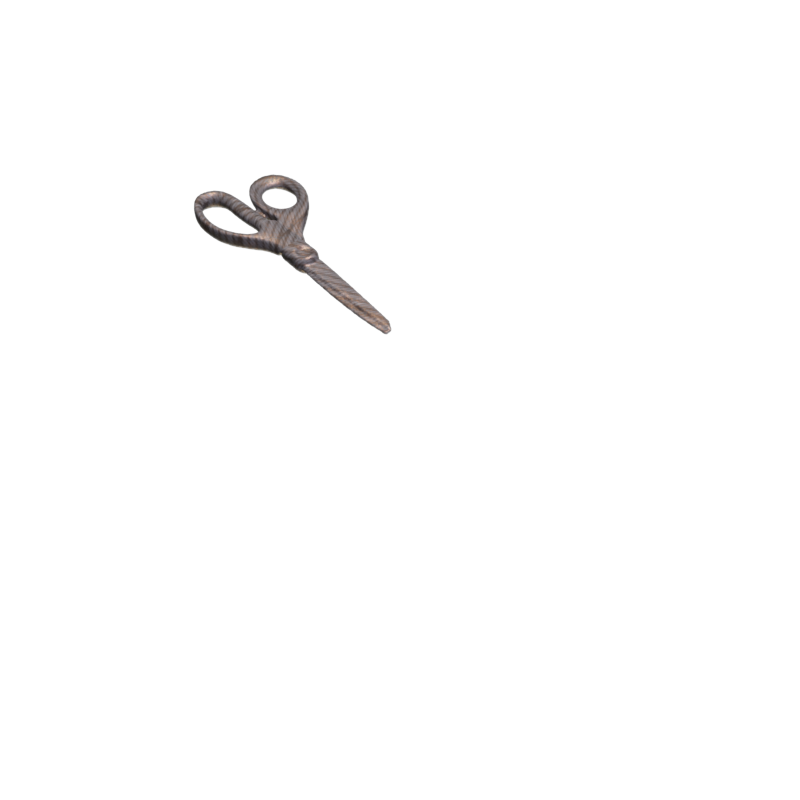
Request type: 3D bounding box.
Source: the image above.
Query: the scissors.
[{"bbox_3d":[-0.064,-0.117,0.820,0.213,0.015,0.098,28,50,27],"label":"scissors"}]
